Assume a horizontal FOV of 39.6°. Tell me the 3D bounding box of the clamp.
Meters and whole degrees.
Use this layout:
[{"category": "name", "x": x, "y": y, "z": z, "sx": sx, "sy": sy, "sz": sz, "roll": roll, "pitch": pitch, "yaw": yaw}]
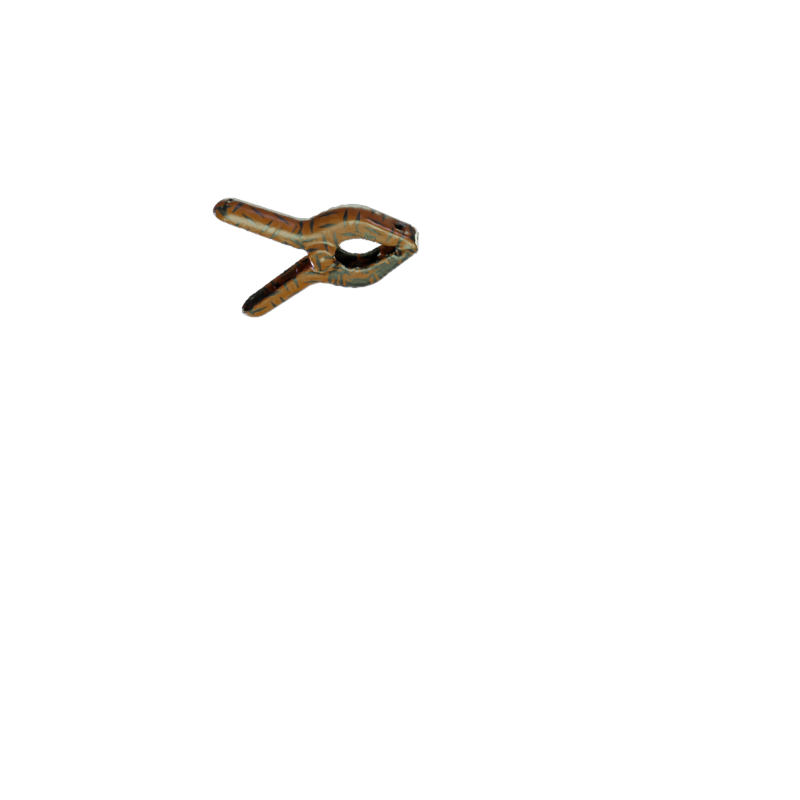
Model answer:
[{"category": "clamp", "x": -0.073, "y": -0.134, "z": 0.937, "sx": 0.173, "sy": 0.042, "sz": 0.111, "roll": -14, "pitch": -48, "yaw": 12}]
